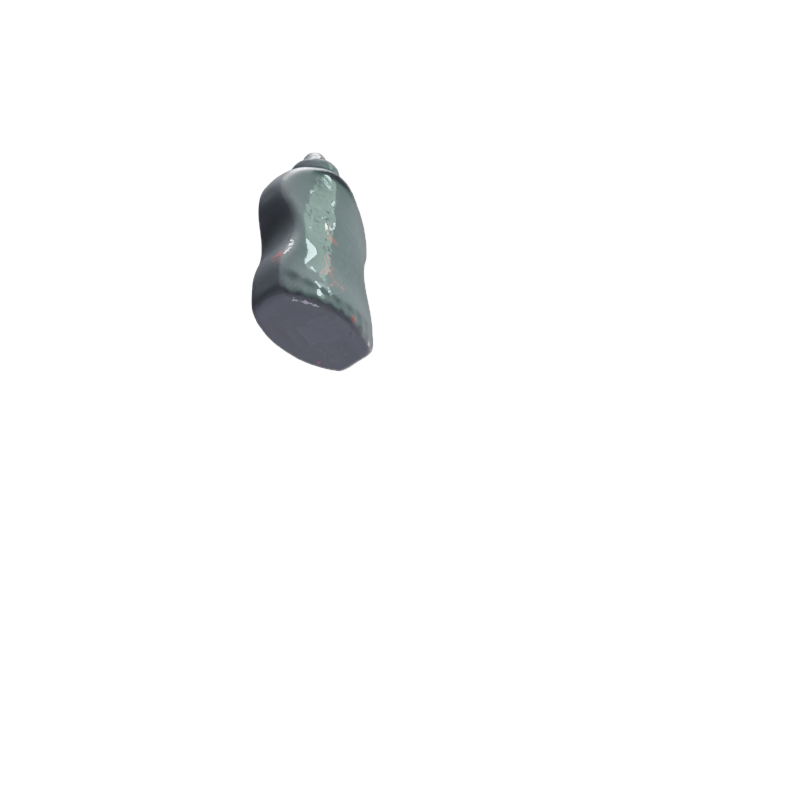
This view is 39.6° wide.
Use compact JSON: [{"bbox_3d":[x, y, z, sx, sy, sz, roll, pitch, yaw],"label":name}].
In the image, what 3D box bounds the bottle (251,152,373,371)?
[{"bbox_3d":[-0.065,-0.120,0.840,0.090,0.206,0.058,32,-53,-32],"label":"bottle"}]
